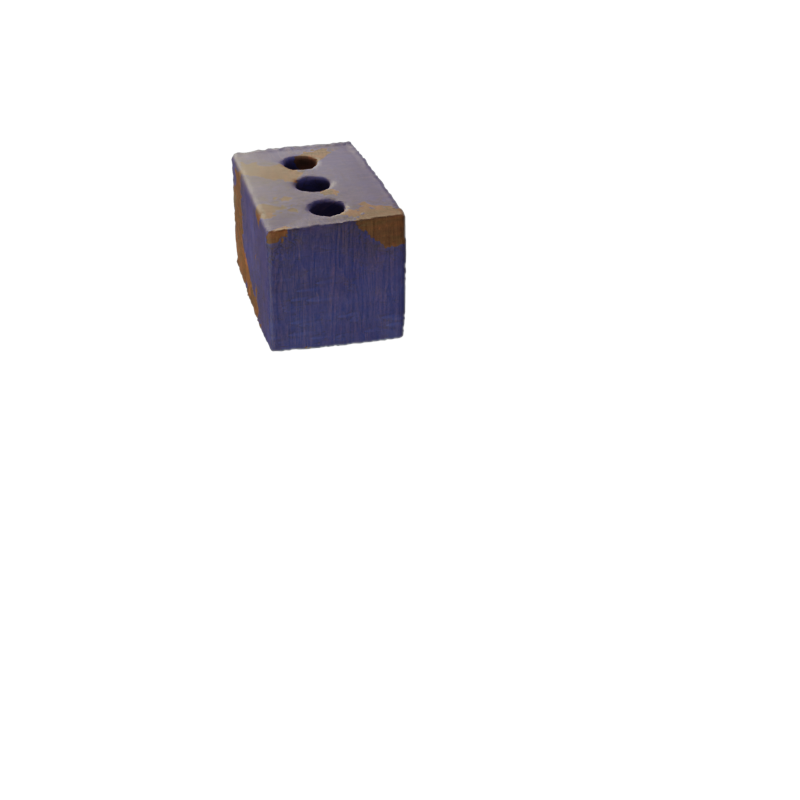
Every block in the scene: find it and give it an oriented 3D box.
[{"bbox_3d":[-0.034,-0.062,0.434,0.052,0.048,0.084,-8,33,-15],"label":"block"}]
